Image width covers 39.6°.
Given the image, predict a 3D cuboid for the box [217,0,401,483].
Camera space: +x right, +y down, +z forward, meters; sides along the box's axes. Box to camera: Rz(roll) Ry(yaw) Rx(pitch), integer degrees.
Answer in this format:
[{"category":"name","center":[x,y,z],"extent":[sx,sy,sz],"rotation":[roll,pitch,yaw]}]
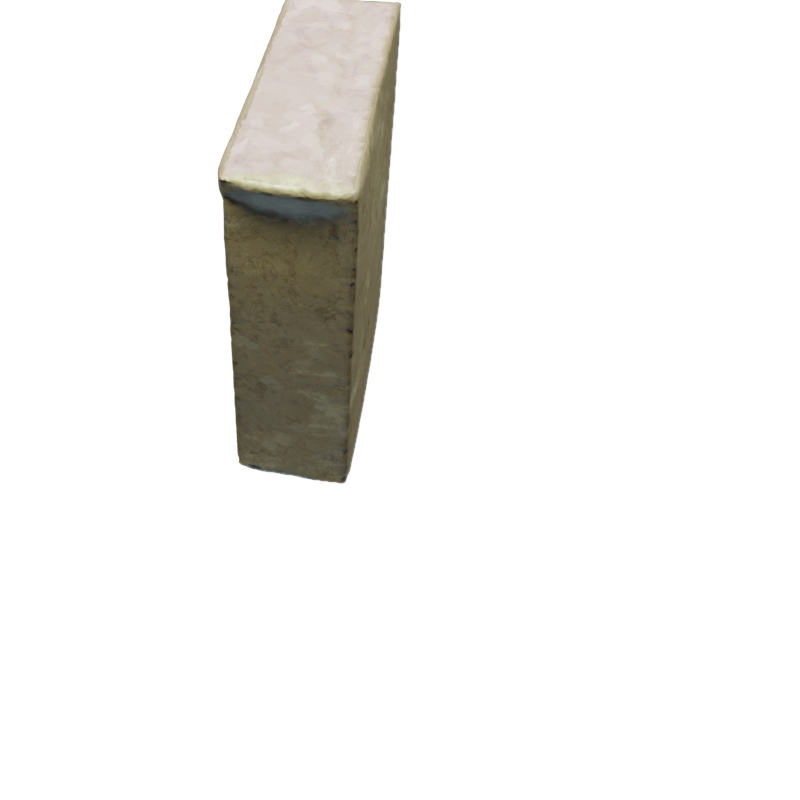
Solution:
[{"category":"box","center":[-0.047,-0.086,0.606],"extent":[0.072,0.175,0.199],"rotation":[7,-43,2]}]
